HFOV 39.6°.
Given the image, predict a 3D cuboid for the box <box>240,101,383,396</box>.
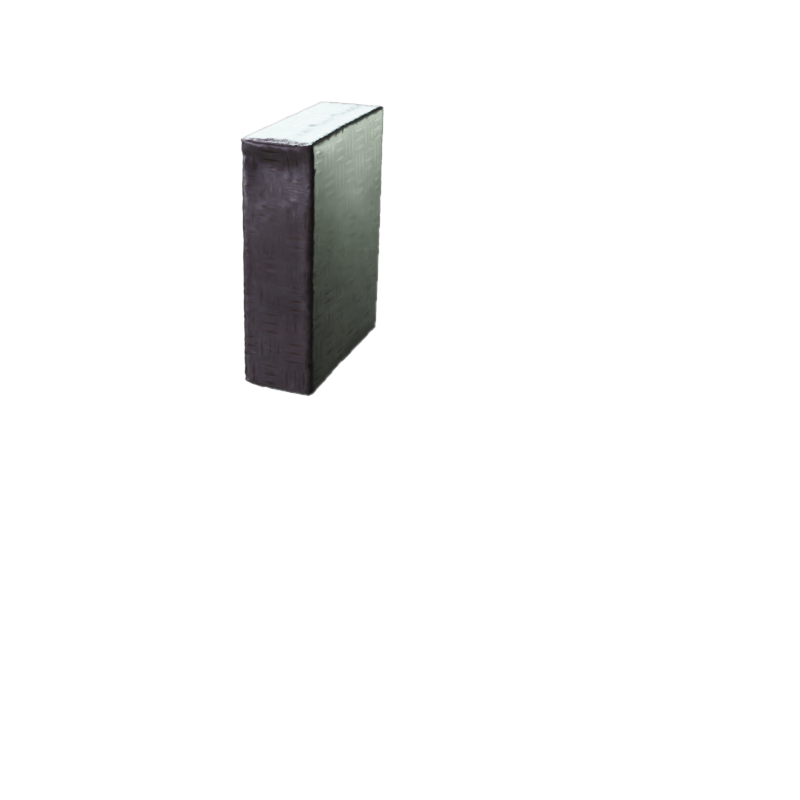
[{"bbox_3d":[-0.075,-0.136,0.952,0.074,0.204,0.167,8,23,17],"label":"box"}]
